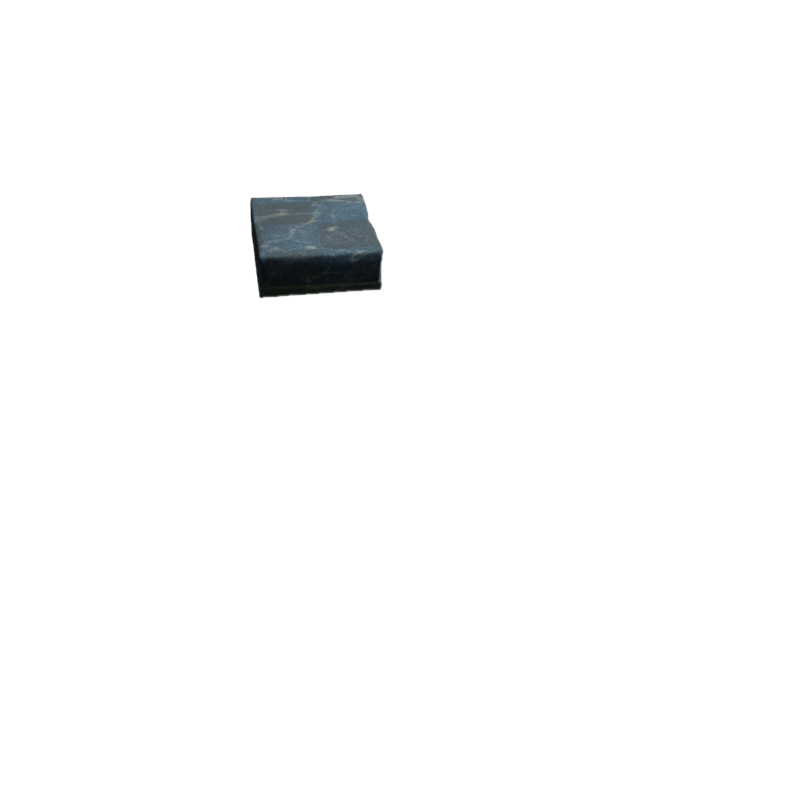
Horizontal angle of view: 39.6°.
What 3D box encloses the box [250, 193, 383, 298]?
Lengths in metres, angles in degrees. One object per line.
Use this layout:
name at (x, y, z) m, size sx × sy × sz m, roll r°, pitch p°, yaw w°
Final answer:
box at (-0.053, -0.097, 0.678) m, size 0.072 × 0.028 × 0.095 m, roll -4°, pitch 31°, yaw -7°
